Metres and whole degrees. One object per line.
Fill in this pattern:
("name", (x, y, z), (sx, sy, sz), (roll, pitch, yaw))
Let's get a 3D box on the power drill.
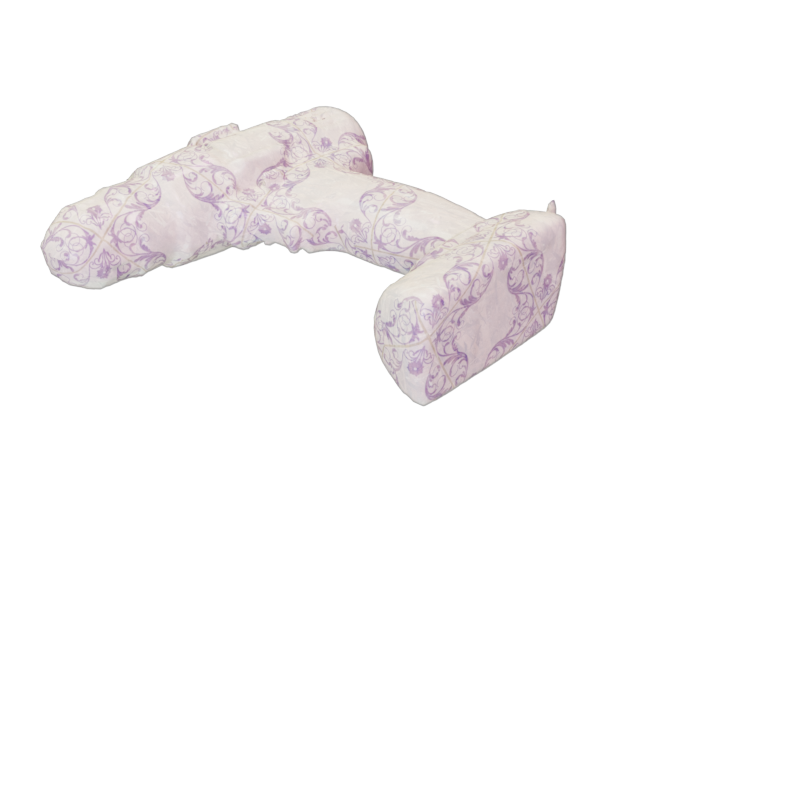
("power drill", (-0.038, -0.070, 0.491), (0.200, 0.054, 0.185), (30, 46, 34))
